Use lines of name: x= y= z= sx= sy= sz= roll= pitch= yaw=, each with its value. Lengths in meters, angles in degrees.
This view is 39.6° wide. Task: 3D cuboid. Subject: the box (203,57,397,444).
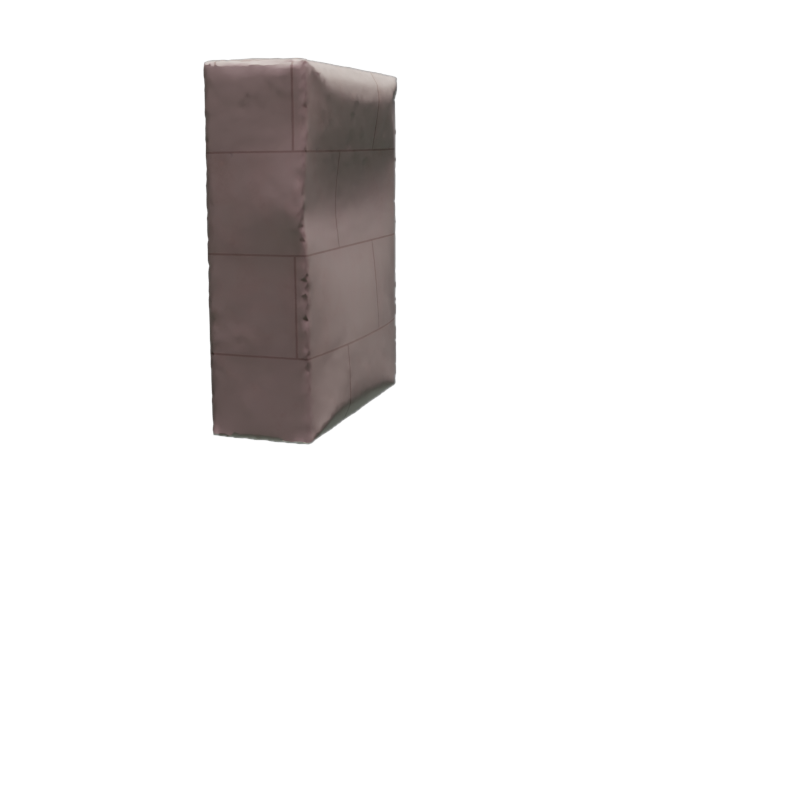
box: x=-0.054 y=-0.098 z=0.685 sx=0.074 sy=0.211 sz=0.163 roll=2 pitch=8 yaw=18
